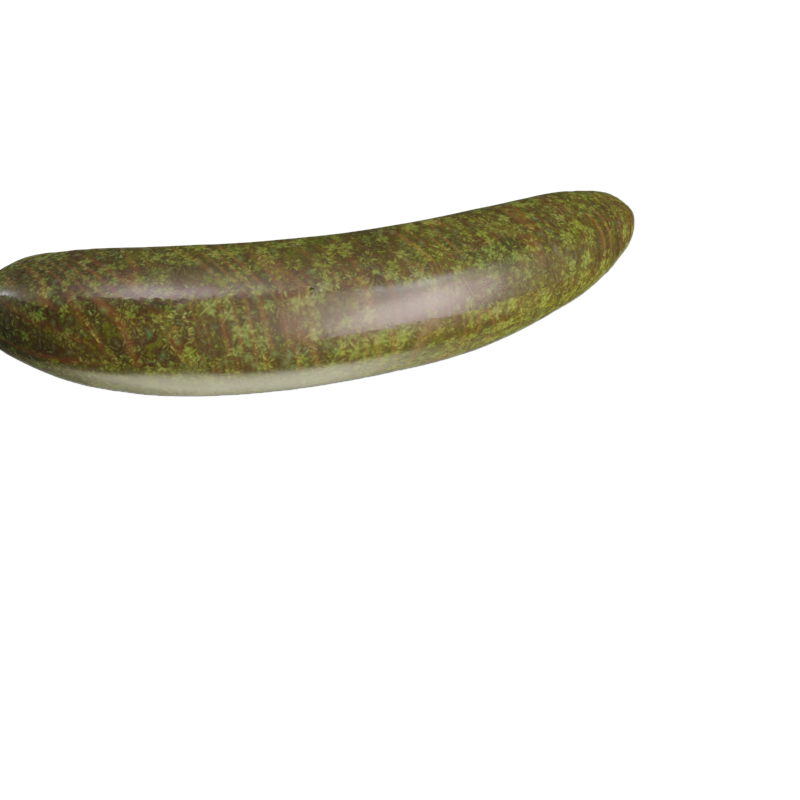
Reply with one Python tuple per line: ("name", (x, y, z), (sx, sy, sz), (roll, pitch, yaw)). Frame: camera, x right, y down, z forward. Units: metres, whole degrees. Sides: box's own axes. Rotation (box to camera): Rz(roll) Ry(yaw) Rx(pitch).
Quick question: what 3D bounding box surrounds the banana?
("banana", (-0.024, -0.031, 0.291), (0.196, 0.034, 0.075), (-5, 38, -6))
